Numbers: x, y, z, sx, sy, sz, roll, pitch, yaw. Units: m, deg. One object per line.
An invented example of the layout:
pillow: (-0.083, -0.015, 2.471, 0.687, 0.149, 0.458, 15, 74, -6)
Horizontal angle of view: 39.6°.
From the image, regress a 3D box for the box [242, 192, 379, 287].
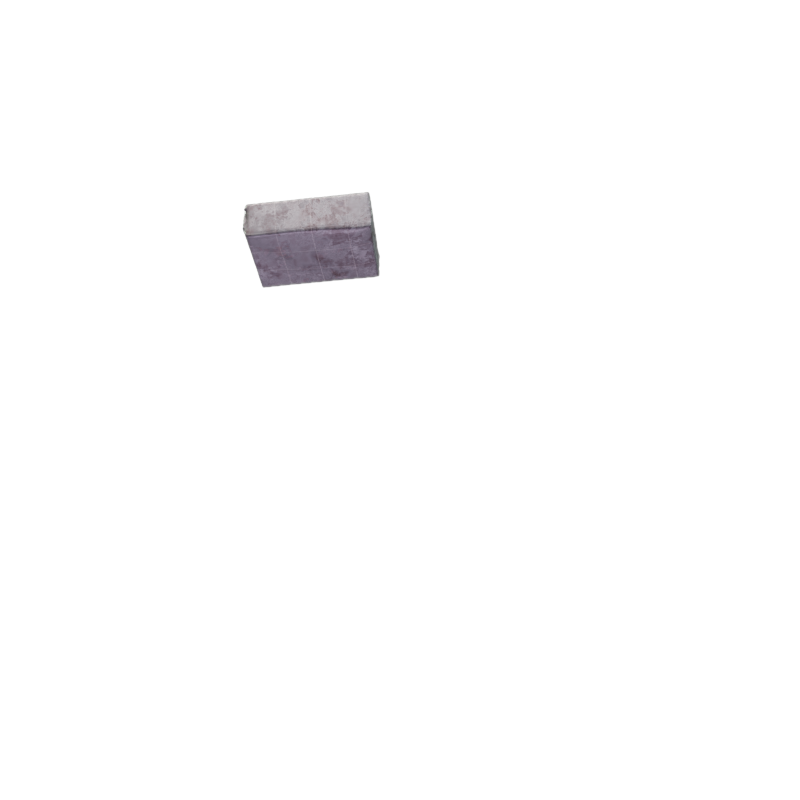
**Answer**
box: (-0.078, -0.142, 0.995, 0.114, 0.041, 0.084, -3, -27, 5)
